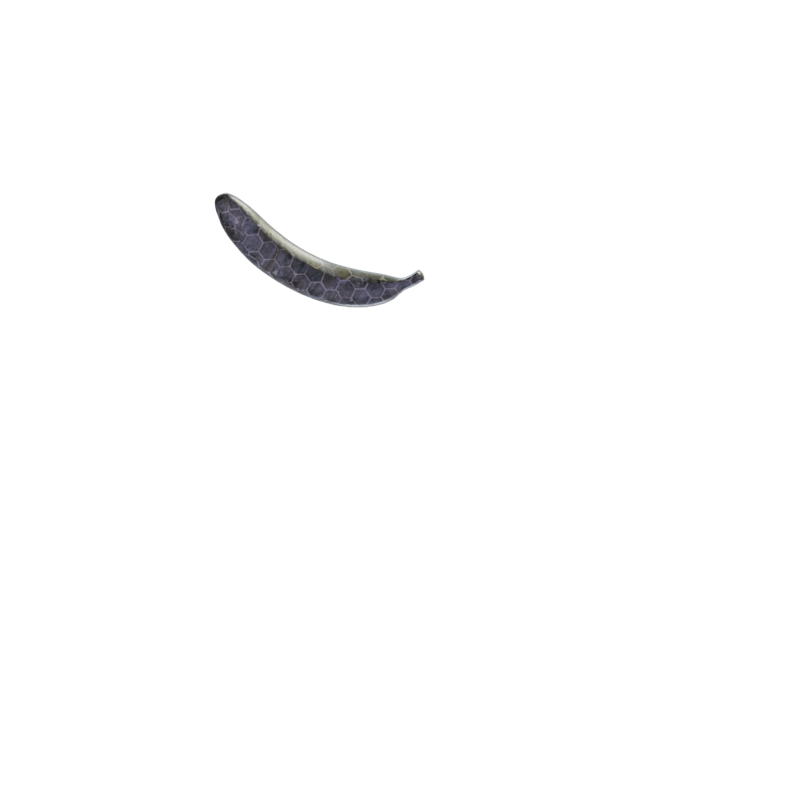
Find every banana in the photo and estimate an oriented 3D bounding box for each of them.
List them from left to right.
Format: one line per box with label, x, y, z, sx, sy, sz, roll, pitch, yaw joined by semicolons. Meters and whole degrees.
banana;-0.081;-0.125;0.991;0.193;0.067;0.039;20;28;-11
